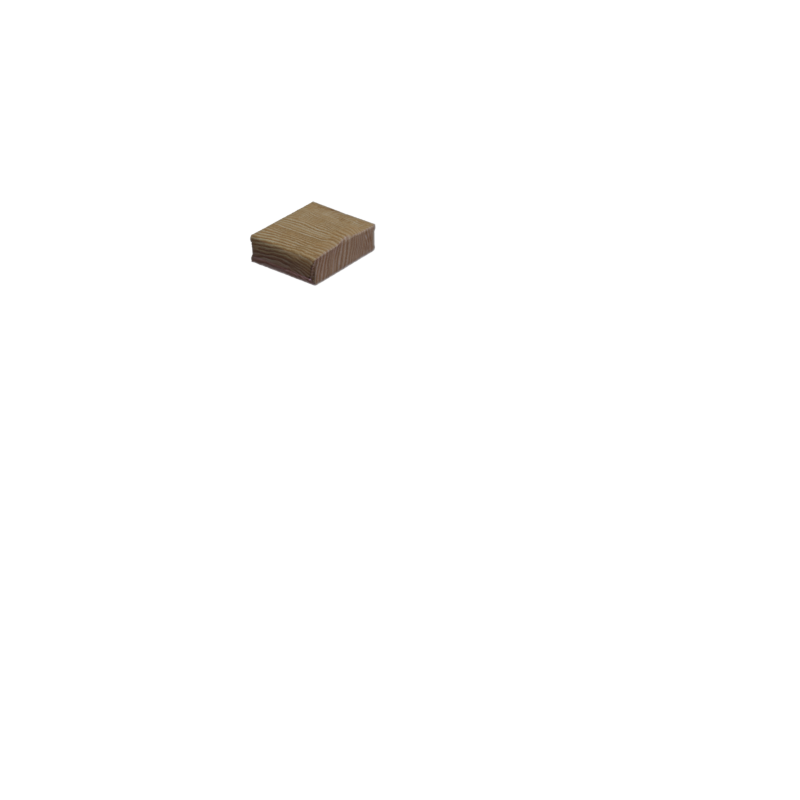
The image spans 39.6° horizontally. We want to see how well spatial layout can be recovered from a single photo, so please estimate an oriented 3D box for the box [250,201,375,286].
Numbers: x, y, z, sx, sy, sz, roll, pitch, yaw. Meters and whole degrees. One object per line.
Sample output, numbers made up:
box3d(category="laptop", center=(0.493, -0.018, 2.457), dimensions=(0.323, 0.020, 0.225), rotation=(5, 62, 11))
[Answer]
box3d(category="box", center=(-0.076, -0.139, 0.976), dimensions=(0.077, 0.028, 0.090), rotation=(23, 40, 31))
